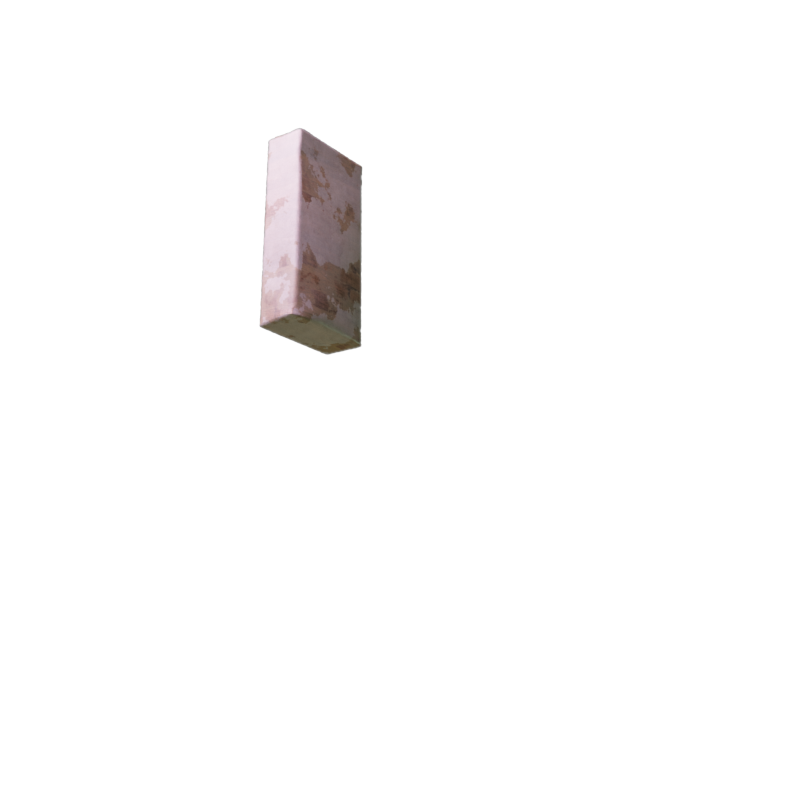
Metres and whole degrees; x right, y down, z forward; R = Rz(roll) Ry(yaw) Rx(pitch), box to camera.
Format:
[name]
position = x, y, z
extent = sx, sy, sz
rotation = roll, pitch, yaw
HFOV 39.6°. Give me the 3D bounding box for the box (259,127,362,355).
[box]
position = -0.076, -0.137, 0.964
extent = 0.049, 0.186, 0.087
rotation = -19, -29, 33
